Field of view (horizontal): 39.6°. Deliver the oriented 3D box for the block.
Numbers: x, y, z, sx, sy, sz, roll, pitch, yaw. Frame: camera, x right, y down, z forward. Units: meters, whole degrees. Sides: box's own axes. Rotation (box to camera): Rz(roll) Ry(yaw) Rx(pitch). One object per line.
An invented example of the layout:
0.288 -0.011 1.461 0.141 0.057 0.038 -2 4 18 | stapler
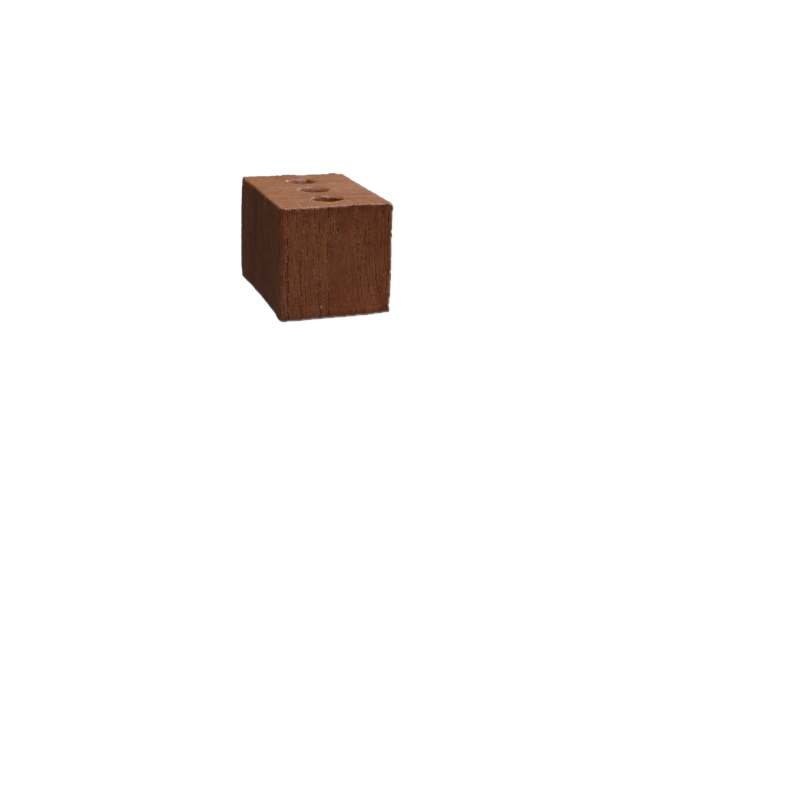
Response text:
-0.040 -0.073 0.513 0.052 0.049 0.083 -6 20 -18 | block
